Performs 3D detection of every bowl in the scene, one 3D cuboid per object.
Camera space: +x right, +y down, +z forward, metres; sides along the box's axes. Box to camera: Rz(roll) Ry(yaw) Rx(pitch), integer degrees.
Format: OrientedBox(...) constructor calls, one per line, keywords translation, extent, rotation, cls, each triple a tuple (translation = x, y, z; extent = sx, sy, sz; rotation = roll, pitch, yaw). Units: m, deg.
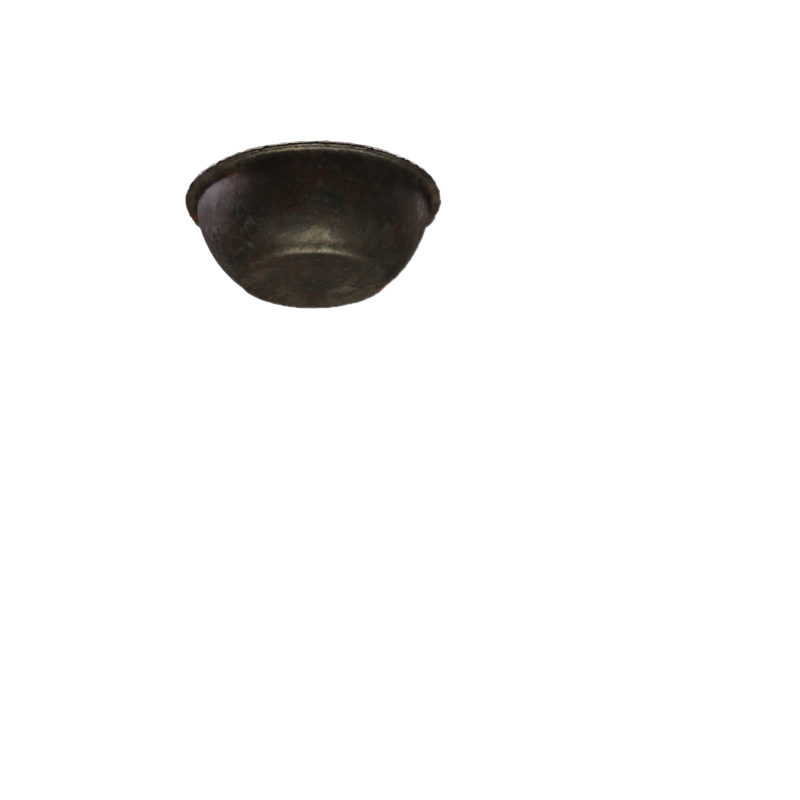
OrientedBox(translation=(-0.054, -0.099, 0.691), extent=(0.162, 0.058, 0.155), rotation=(0, -18, -2), cls="bowl")
